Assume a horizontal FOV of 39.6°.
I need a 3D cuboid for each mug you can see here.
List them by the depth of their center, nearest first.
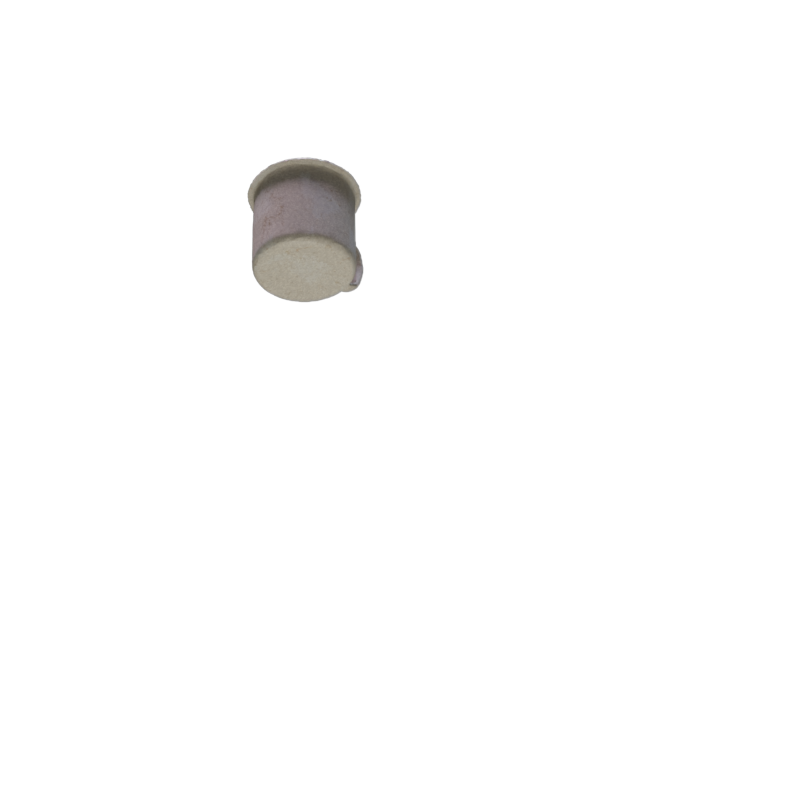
[{"bbox_3d":[-0.070,-0.127,0.891,0.094,0.087,0.109,-24,-42,27],"label":"mug"}]
